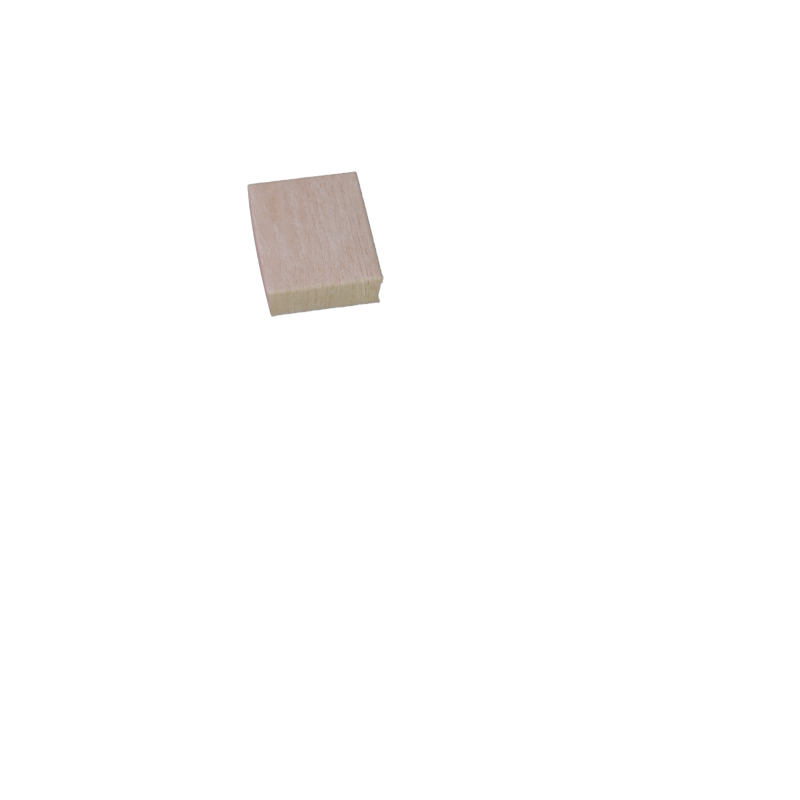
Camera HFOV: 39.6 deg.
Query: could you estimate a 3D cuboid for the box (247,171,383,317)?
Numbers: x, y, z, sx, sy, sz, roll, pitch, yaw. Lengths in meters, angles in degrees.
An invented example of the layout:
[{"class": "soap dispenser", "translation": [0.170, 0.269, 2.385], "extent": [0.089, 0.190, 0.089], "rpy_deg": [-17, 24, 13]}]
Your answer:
[{"class": "box", "translation": [-0.068, -0.124, 0.870], "extent": [0.089, 0.122, 0.036], "rpy_deg": [-9, -33, -7]}]
